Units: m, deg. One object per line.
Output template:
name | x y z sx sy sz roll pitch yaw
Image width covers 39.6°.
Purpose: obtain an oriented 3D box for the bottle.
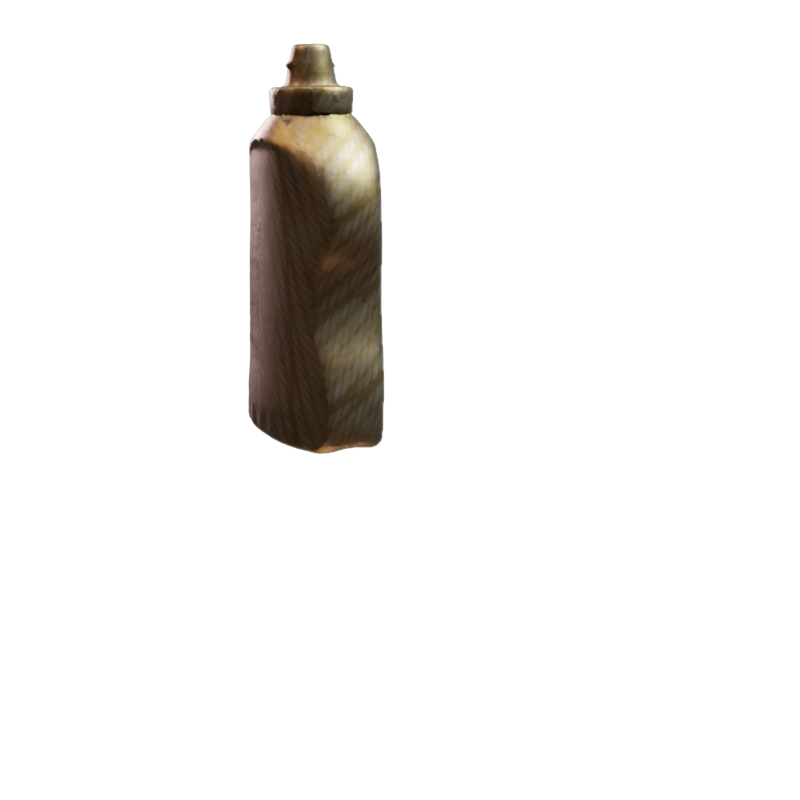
bottle | -0.043 -0.078 0.547 0.057 0.188 0.100 -3 9 -25
